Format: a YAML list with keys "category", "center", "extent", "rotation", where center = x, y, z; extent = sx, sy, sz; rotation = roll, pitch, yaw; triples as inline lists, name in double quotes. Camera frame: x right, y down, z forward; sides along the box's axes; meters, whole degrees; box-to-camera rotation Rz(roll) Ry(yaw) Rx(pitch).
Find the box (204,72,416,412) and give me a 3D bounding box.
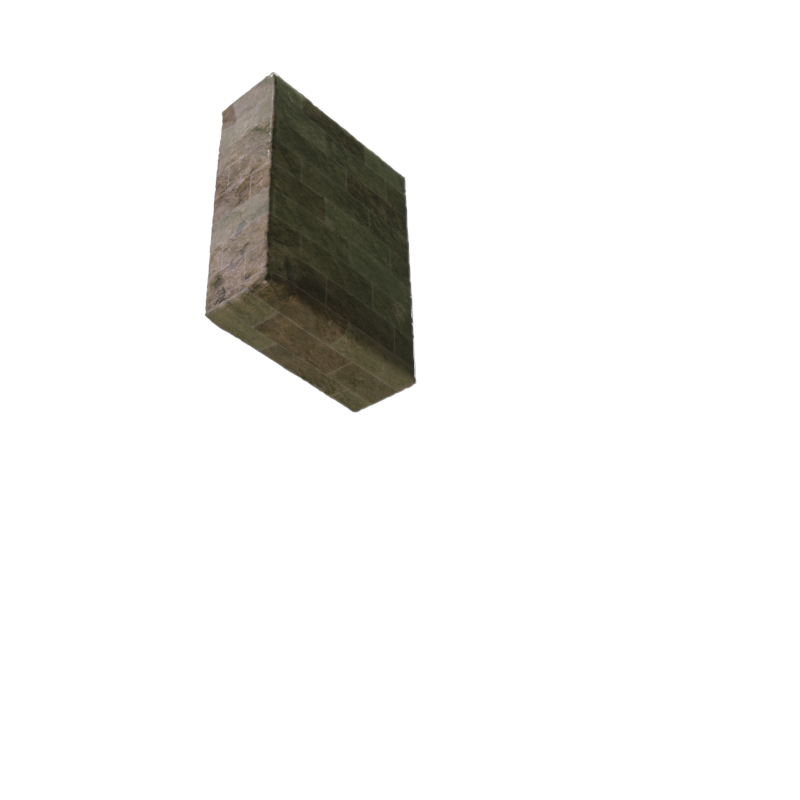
- category: "box"
  center: [-0.067, -0.122, 0.853]
  extent: [0.072, 0.229, 0.153]
  rotation: [-31, -46, 30]
